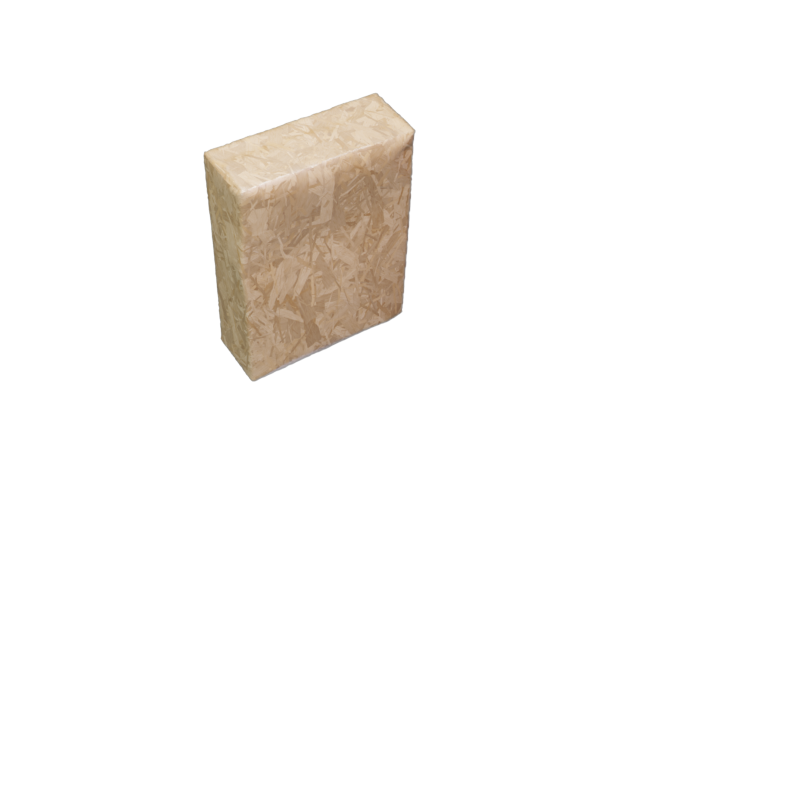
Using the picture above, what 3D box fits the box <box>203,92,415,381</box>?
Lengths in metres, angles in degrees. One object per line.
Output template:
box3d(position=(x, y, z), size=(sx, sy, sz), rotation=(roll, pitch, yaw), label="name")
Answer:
box3d(position=(-0.074, -0.135, 0.943), size=(0.163, 0.199, 0.077), rotation=(-24, 52, -24), label="box")
